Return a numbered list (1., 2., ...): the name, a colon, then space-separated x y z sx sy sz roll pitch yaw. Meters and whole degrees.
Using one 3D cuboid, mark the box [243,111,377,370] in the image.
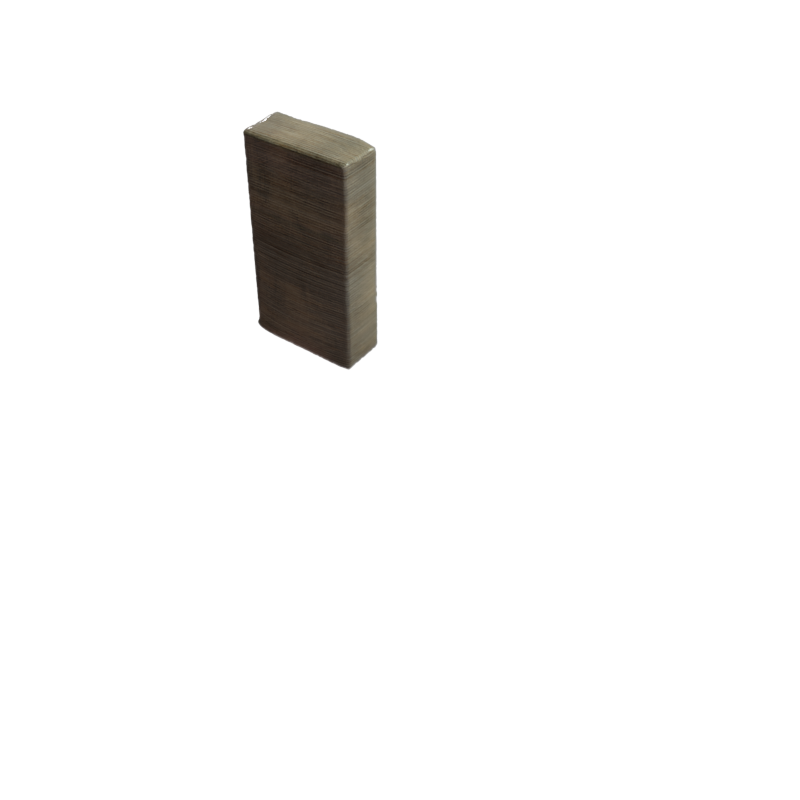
1. box: -0.064 -0.117 0.816 0.099 0.165 0.048 25 40 29
